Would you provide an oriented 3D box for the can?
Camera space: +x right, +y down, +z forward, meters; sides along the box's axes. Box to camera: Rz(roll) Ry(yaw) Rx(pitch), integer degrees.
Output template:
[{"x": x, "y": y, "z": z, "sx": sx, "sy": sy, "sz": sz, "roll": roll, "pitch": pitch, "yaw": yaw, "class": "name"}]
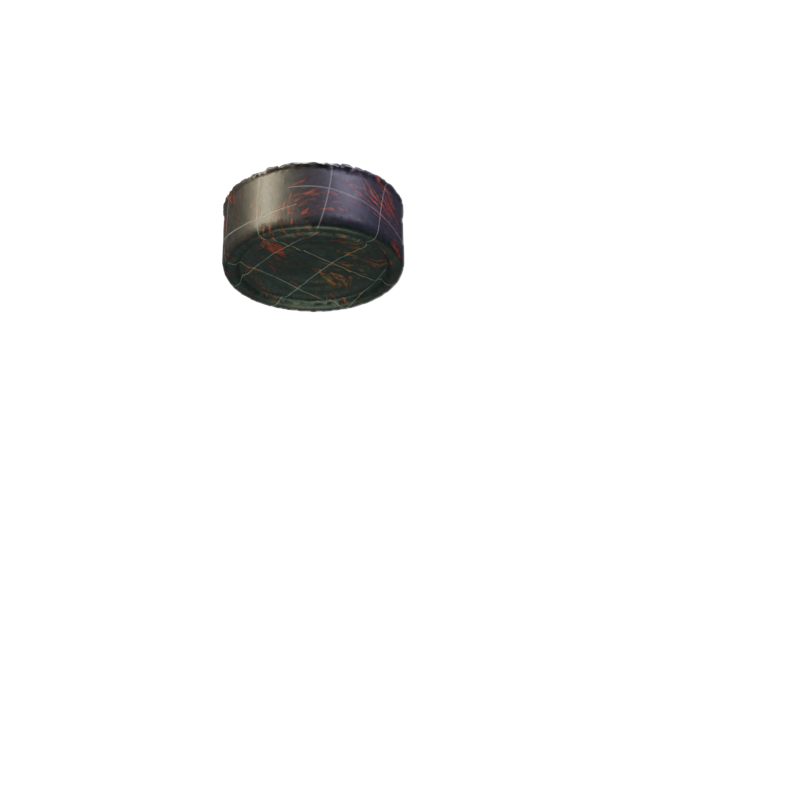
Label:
[{"x": -0.041, "y": -0.074, "z": 0.519, "sx": 0.086, "sy": 0.036, "sz": 0.081, "roll": 1, "pitch": -24, "yaw": -2, "class": "can"}]
